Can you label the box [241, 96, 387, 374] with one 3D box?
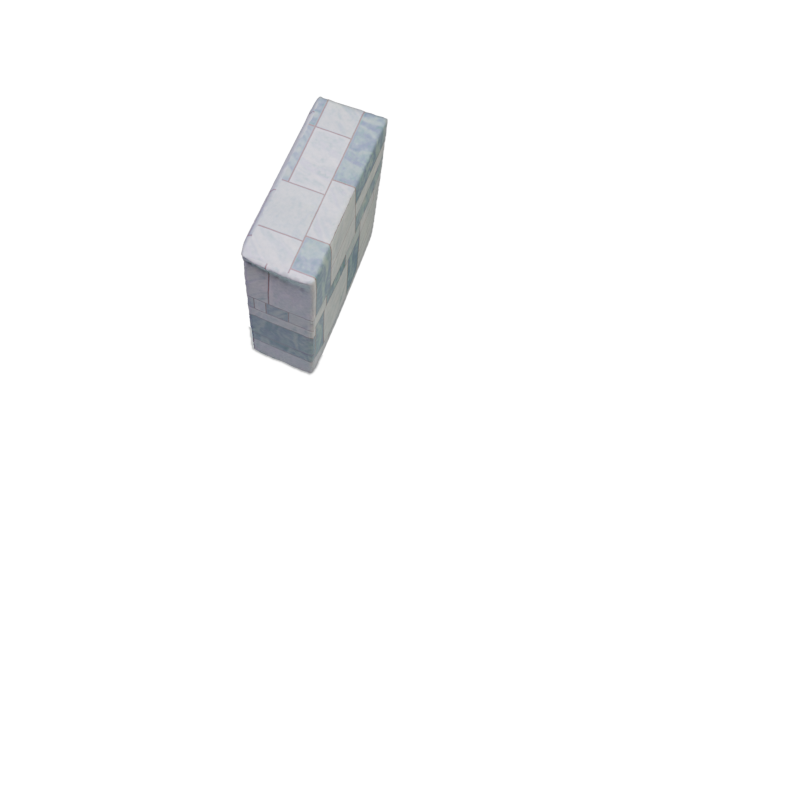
[{"bbox_3d":[-0.077,-0.140,0.978,0.073,0.170,0.203,20,-21,3],"label":"box"}]
